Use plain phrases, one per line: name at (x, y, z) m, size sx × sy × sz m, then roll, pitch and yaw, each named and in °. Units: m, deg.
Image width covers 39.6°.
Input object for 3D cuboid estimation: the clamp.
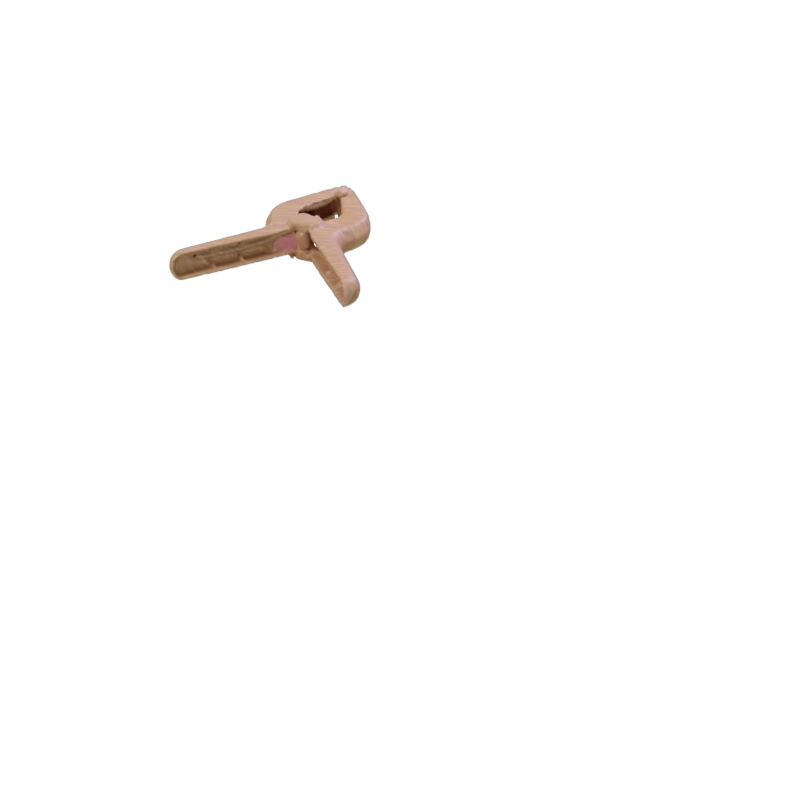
clamp at (-0.075, -0.137, 0.957) m, size 0.172 × 0.034 × 0.213 m, roll 14°, pitch 32°, yaw 23°
